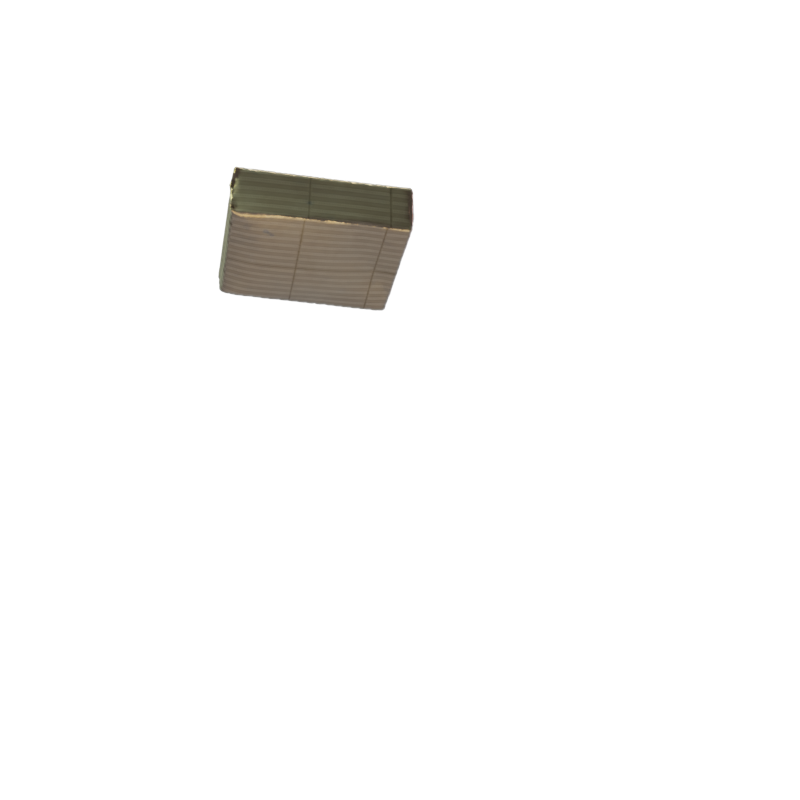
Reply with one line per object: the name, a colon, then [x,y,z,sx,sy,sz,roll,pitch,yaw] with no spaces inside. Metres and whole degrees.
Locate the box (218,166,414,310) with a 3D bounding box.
box: [-0.055,-0.100,0.698,0.112,0.042,0.085,5,-33,-8]
